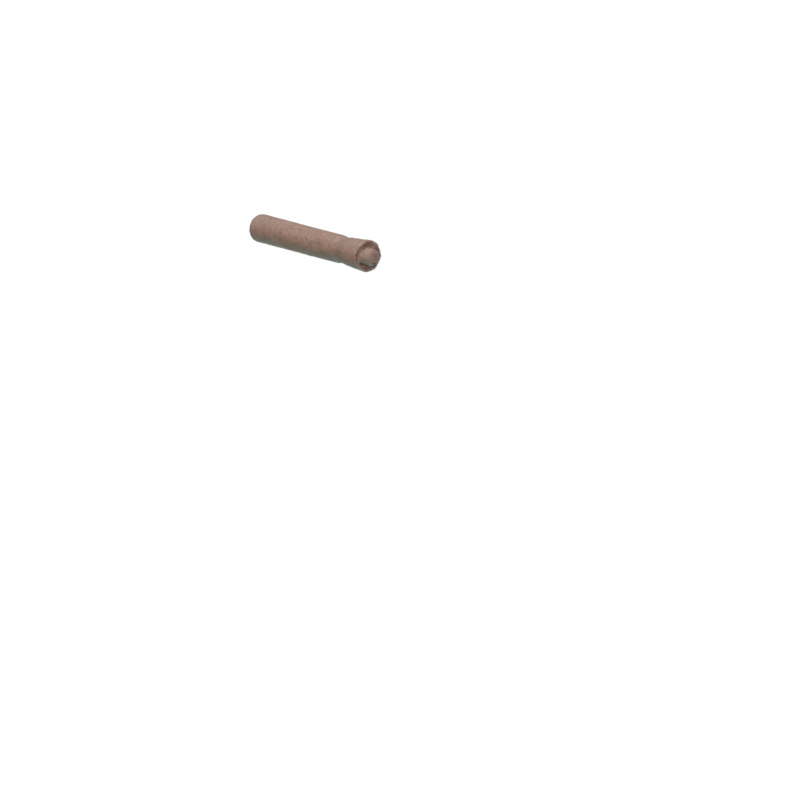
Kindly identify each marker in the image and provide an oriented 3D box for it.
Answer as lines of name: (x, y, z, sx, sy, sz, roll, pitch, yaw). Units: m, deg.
marker: (-0.053, -0.097, 0.676, 0.019, 0.019, 0.128, -3, 16, -37)
